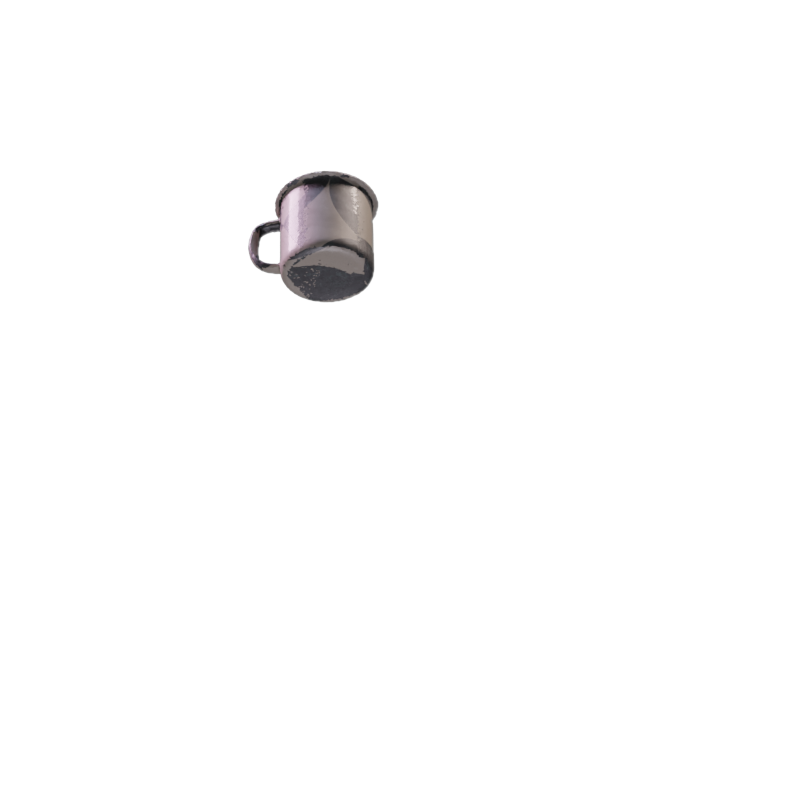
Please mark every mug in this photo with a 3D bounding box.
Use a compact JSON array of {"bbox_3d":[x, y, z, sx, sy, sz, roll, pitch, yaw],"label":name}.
[{"bbox_3d":[-0.076,-0.139,0.974,0.118,0.087,0.086,-5,-36,6],"label":"mug"}]
